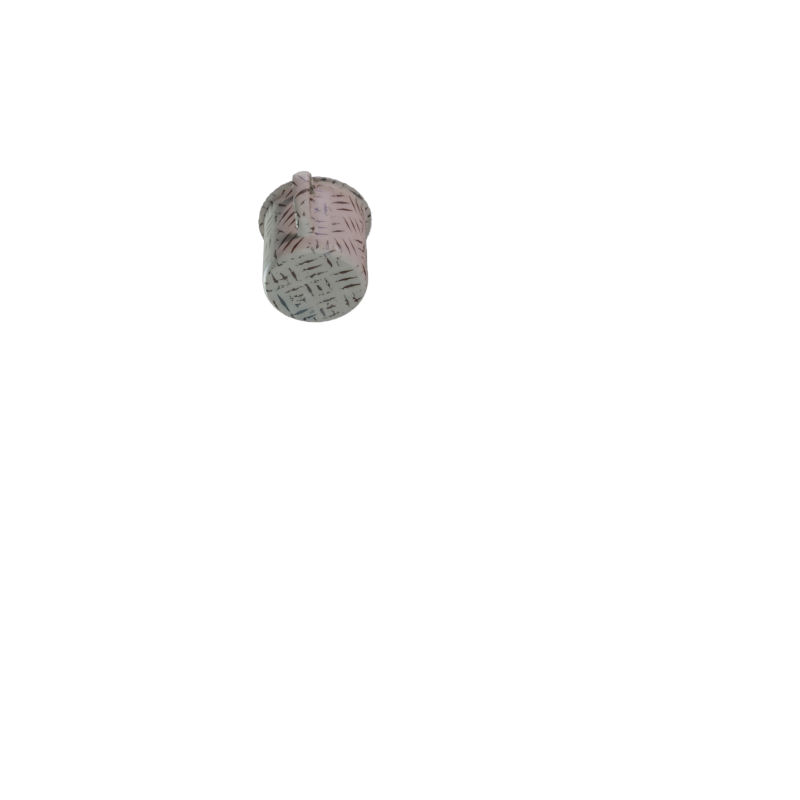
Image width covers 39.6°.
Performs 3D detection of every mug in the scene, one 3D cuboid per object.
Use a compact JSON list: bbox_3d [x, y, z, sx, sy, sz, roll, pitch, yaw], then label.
[{"bbox_3d":[-0.068,-0.124,0.869,0.093,0.109,0.087,-5,44,2],"label":"mug"}]
